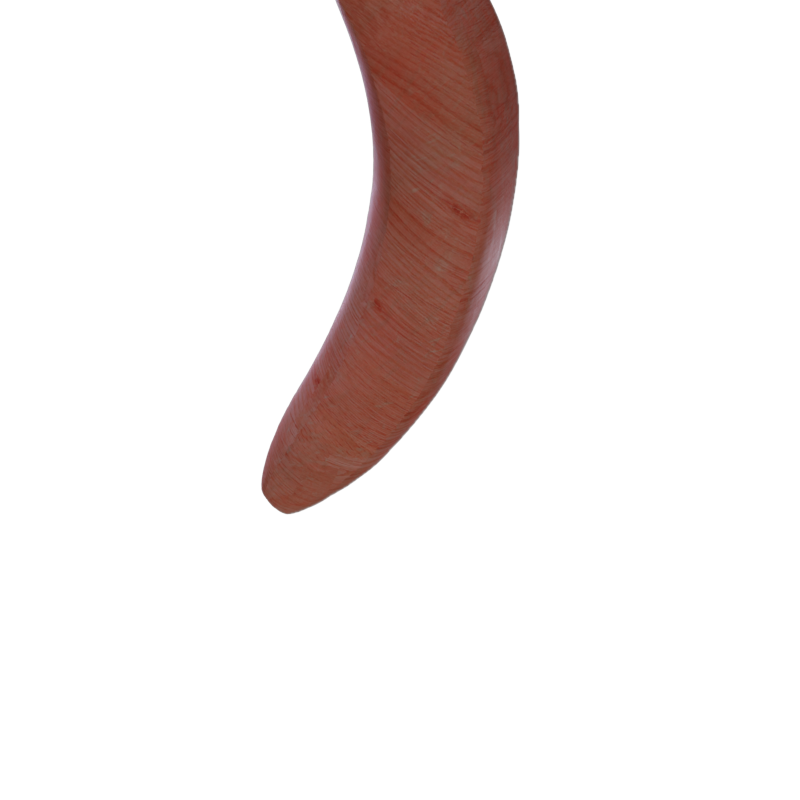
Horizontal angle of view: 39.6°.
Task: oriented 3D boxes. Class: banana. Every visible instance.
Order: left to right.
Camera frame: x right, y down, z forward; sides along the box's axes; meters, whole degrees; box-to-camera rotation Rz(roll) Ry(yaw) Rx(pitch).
[{"bbox_3d":[-0.005,-0.046,0.299,0.069,0.185,0.039,1,35,-2],"label":"banana"}]
